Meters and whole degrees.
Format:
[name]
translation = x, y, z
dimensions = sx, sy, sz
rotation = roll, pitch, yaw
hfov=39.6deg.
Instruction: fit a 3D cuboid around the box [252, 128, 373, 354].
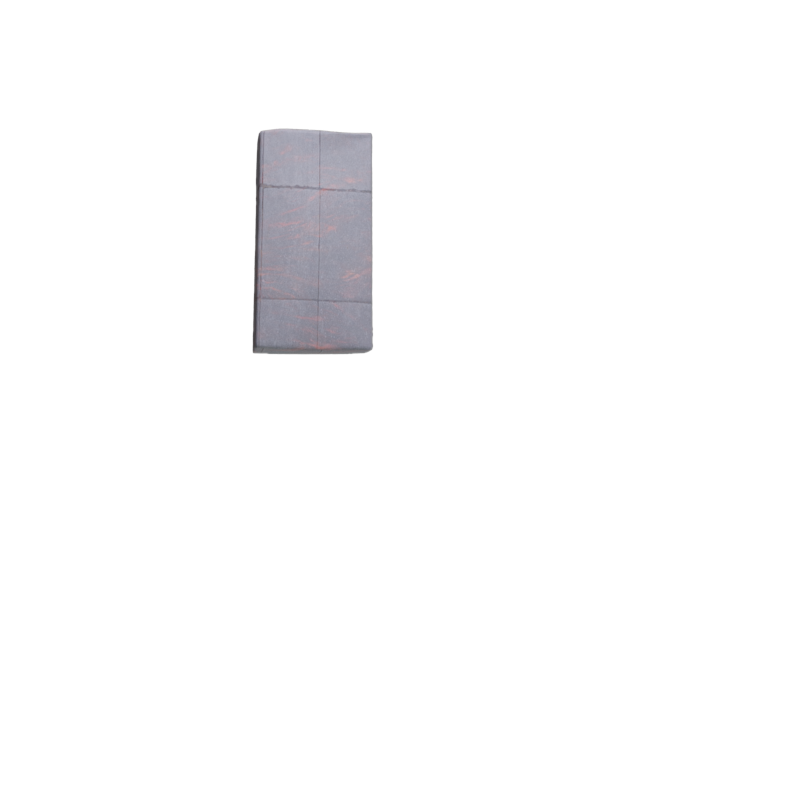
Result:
[box]
translation = -0.069, -0.125, 0.878
dimensions = 0.092, 0.181, 0.047
rotation = 1, -10, -8
